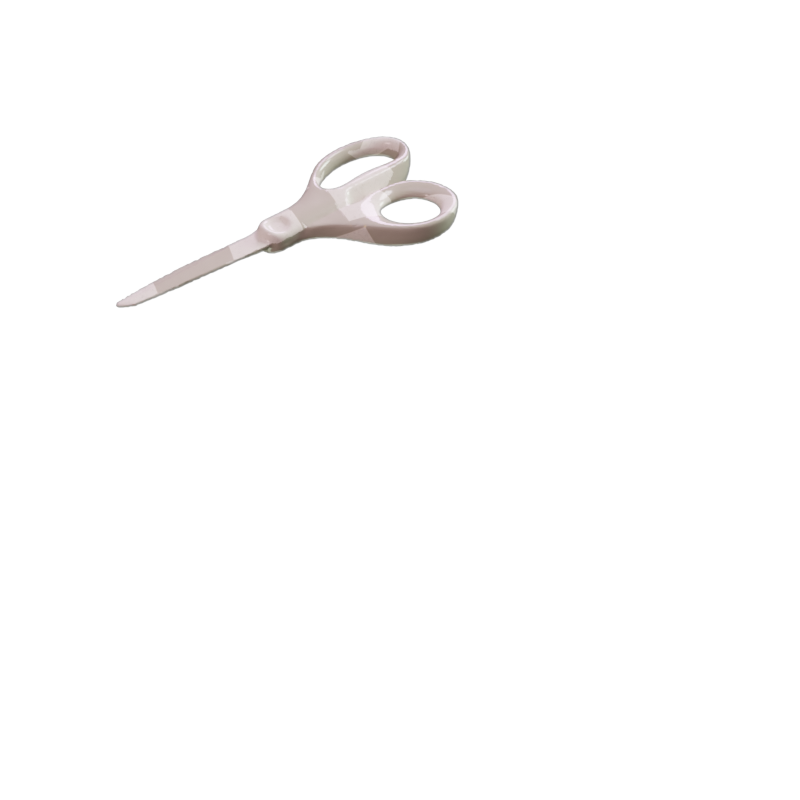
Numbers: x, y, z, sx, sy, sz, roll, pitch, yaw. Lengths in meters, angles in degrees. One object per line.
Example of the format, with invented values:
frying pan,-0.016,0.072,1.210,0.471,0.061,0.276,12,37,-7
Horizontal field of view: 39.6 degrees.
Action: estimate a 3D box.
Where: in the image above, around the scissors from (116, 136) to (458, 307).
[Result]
scissors,-0.046,-0.085,0.593,0.101,0.015,0.205,26,50,24
